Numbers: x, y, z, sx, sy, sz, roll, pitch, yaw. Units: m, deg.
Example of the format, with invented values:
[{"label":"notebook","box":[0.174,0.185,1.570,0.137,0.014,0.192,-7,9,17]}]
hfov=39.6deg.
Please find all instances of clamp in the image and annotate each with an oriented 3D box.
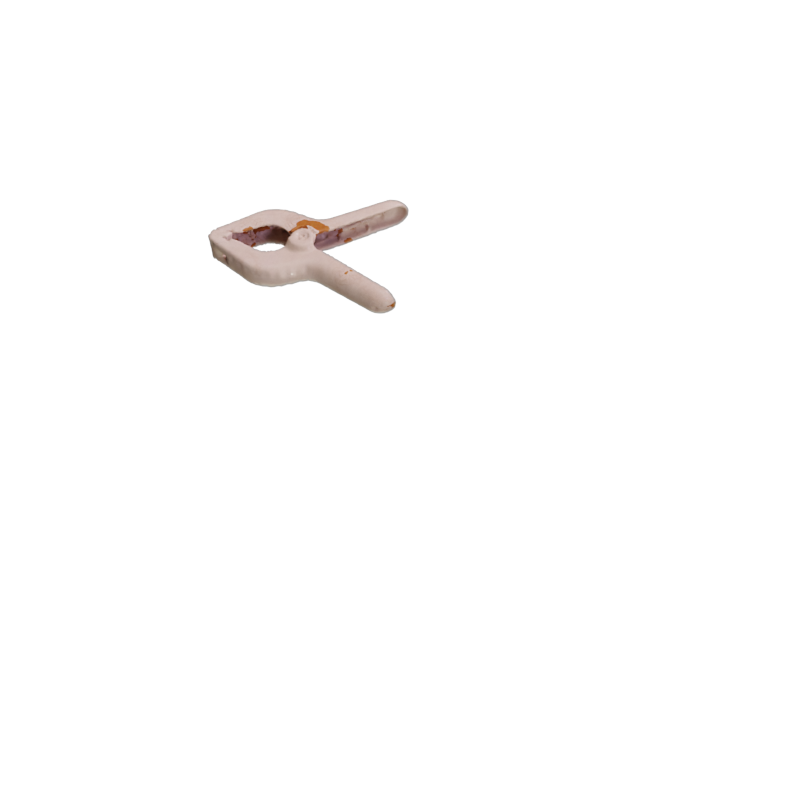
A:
[{"label":"clamp","box":[-0.074,-0.135,0.947,0.175,0.036,0.126,12,46,12]}]
